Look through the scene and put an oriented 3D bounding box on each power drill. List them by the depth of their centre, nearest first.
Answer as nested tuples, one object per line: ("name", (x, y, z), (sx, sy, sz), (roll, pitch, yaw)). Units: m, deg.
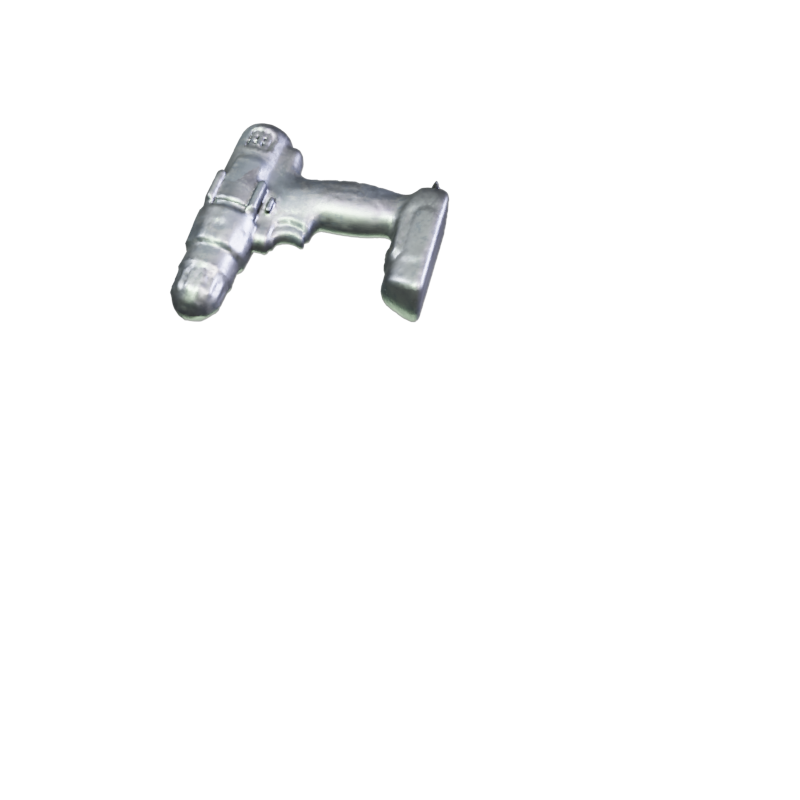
("power drill", (-0.067, -0.122, 0.852), (0.191, 0.193, 0.054), (15, -29, 8))
